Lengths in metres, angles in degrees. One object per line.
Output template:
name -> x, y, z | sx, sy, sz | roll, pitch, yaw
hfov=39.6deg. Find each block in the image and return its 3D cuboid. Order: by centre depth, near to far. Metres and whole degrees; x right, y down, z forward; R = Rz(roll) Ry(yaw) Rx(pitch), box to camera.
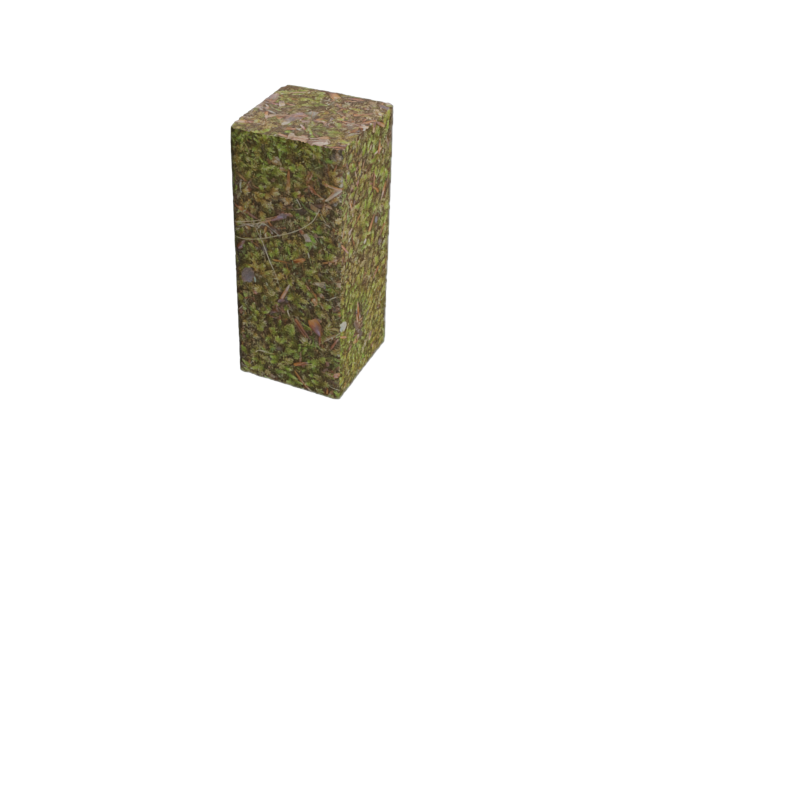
block -> -0.065, -0.118, 0.828 | 0.093, 0.193, 0.093 | 15, 35, 19
